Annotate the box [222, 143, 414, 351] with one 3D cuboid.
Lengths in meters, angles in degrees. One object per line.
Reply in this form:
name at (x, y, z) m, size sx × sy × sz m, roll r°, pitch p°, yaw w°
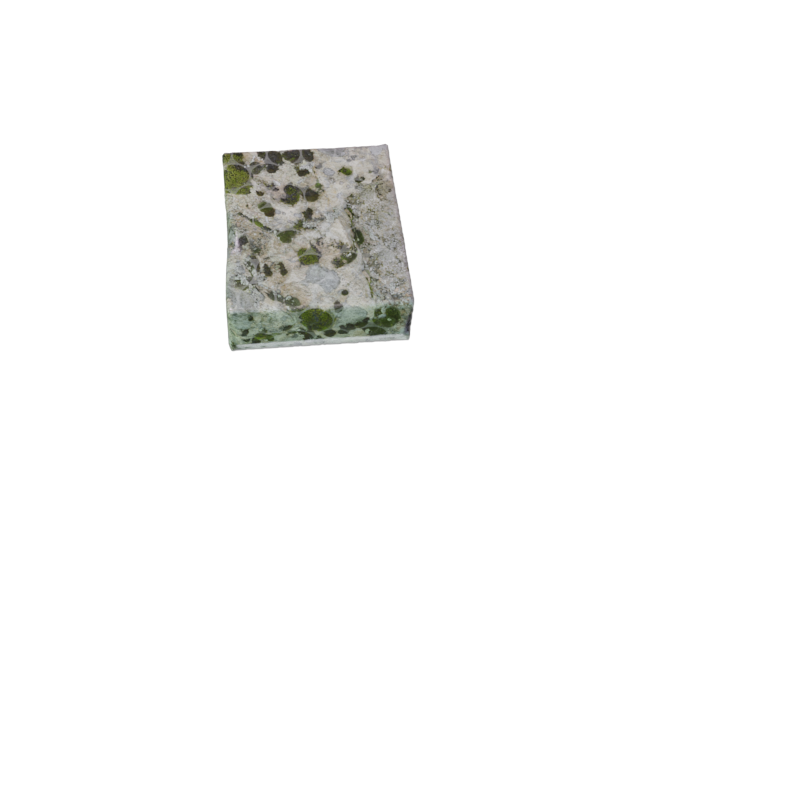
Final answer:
box at (-0.036, -0.066, 0.460) m, size 0.073 × 0.096 × 0.028 m, roll -4°, pitch -36°, yaw -3°
